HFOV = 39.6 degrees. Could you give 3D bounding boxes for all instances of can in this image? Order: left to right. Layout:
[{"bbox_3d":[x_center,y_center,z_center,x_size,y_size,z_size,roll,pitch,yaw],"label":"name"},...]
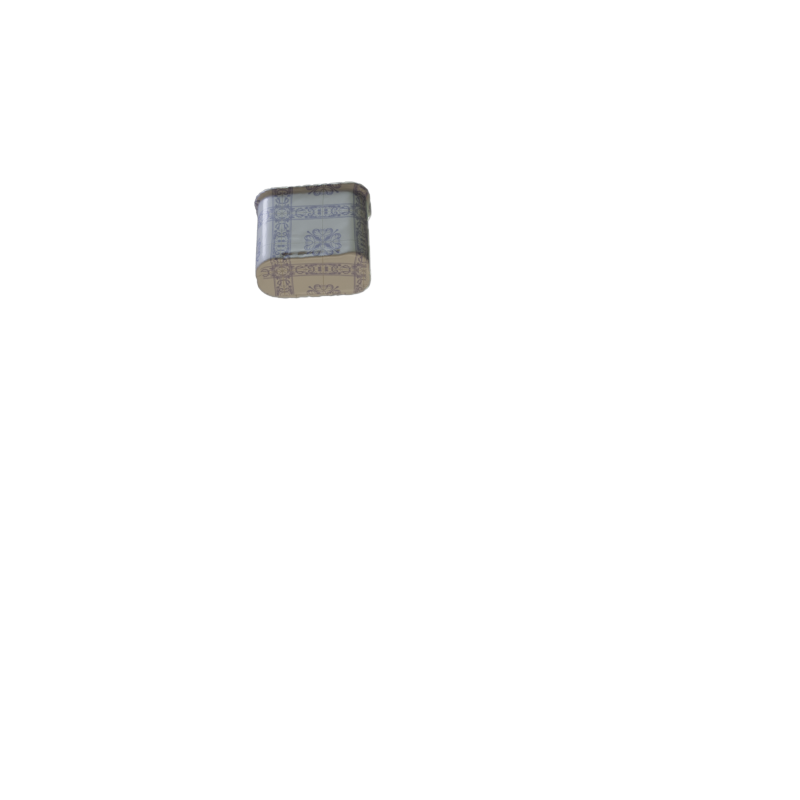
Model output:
[{"bbox_3d":[-0.075,-0.136,0.950,0.102,0.090,0.053,-4,-39,3],"label":"can"}]
